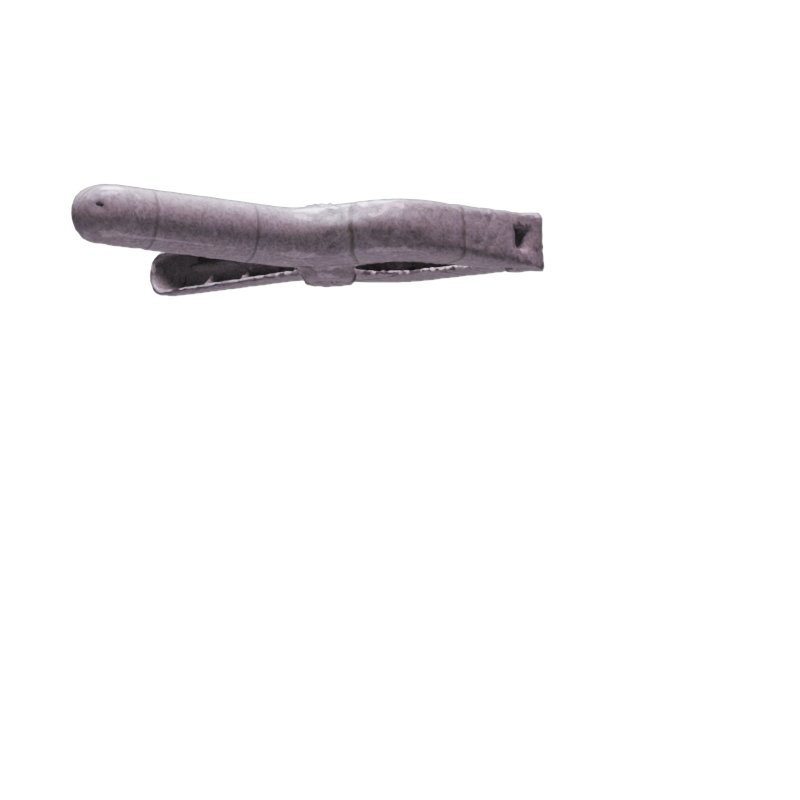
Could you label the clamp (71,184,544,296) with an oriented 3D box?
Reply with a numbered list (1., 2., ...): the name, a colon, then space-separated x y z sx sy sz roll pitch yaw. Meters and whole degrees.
1. clamp: -0.040 -0.074 0.516 0.213 0.037 0.160 0 -3 9
